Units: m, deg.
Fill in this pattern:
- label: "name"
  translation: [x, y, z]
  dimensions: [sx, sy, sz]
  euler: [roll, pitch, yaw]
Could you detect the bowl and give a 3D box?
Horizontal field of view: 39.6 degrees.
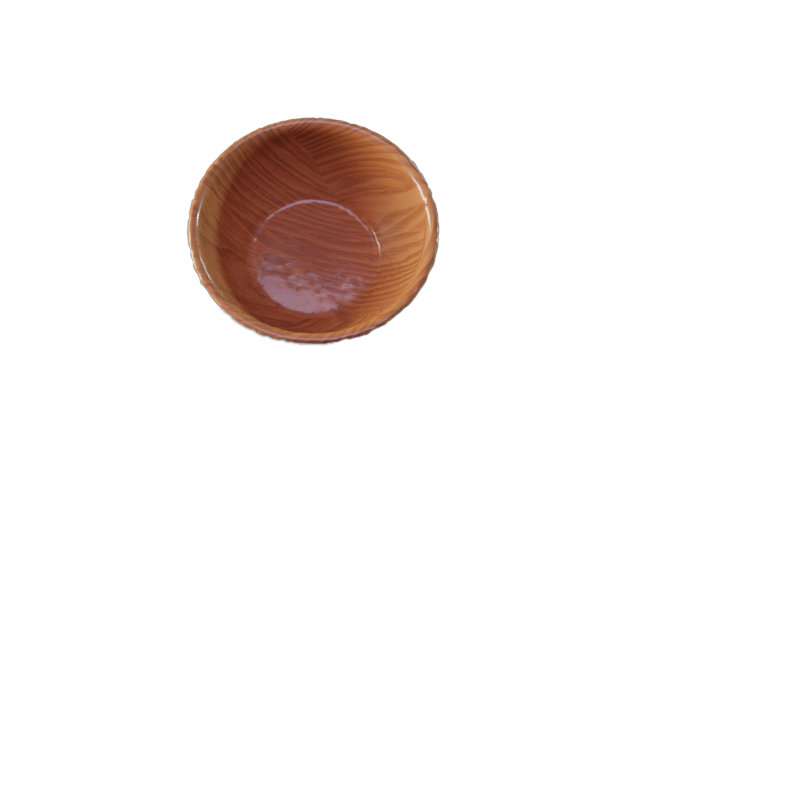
- label: "bowl"
  translation: [-0.057, -0.105, 0.733]
  dimensions: [0.162, 0.171, 0.052]
  euler: [-1, -23, -1]
